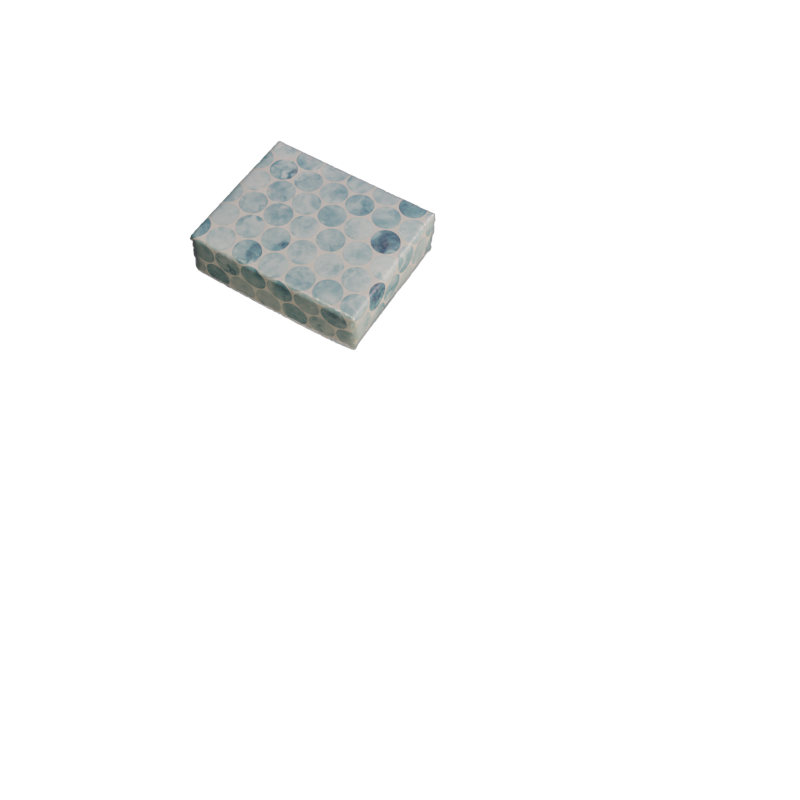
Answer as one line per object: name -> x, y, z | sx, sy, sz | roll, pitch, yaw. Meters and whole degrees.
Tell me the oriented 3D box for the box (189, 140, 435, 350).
box -> -0.050, -0.092, 0.642 | 0.118, 0.092, 0.036 | 28, -30, 17
